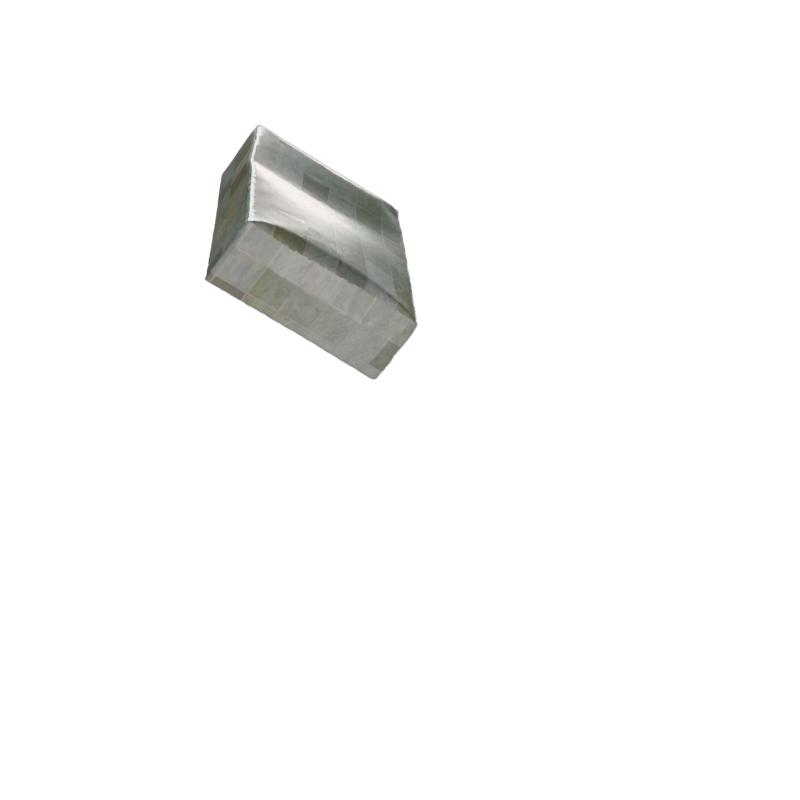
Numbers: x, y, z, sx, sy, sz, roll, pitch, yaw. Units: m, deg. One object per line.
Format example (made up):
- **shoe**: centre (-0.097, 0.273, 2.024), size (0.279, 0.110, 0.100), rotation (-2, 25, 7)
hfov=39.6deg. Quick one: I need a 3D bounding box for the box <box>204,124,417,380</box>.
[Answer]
- **box**: centre (-0.074, -0.135, 0.944), size (0.158, 0.070, 0.227), rotation (29, 26, -19)
